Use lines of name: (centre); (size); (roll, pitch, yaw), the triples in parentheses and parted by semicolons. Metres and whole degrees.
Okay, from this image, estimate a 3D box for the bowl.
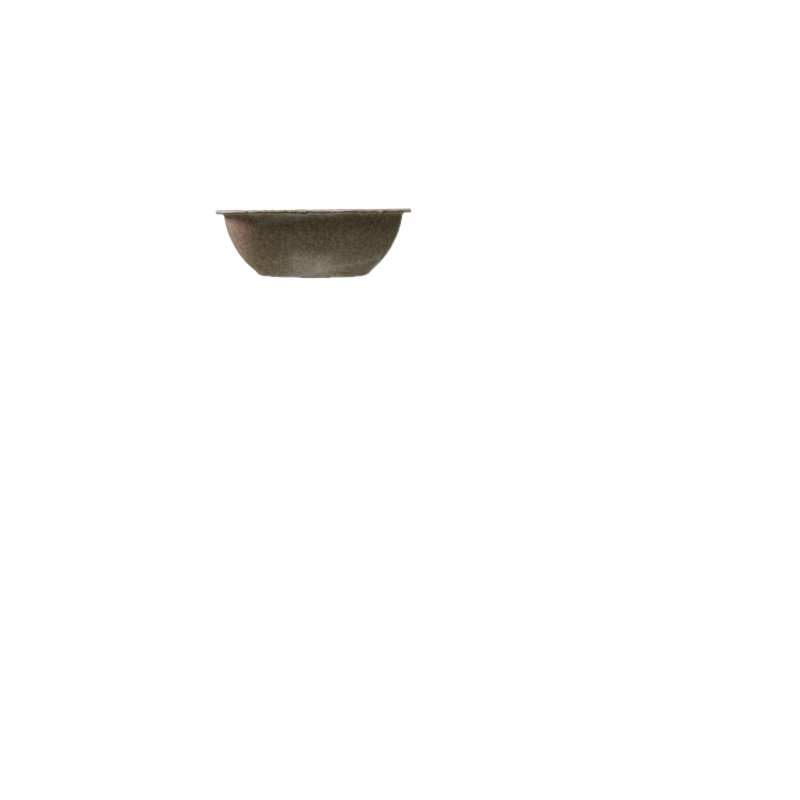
bowl: (-0.072, -0.131, 0.915); (0.162, 0.054, 0.165); (0, 9, -2)
